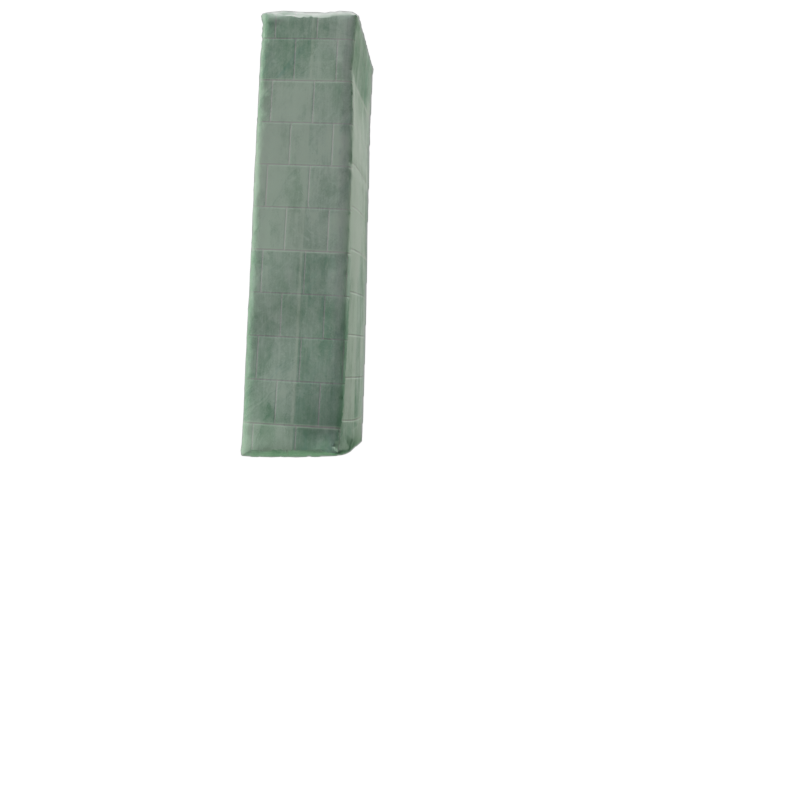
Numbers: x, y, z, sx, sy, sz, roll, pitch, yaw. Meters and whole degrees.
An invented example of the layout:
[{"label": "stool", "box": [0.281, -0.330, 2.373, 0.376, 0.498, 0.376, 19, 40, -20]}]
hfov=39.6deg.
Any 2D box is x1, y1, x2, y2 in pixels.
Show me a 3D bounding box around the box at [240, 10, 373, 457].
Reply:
[{"label": "box", "box": [-0.037, -0.068, 0.474, 0.048, 0.179, 0.092, -1, -4, 4]}]
